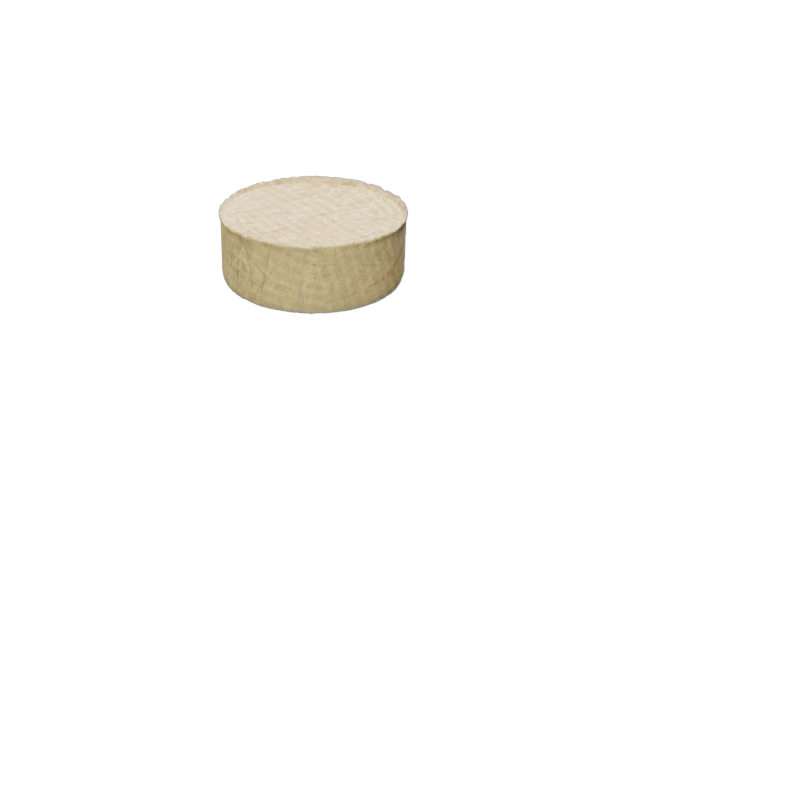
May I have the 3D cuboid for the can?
[{"bbox_3d":[-0.040,-0.073,0.508,0.086,0.032,0.091,-1,29,-2],"label":"can"}]
